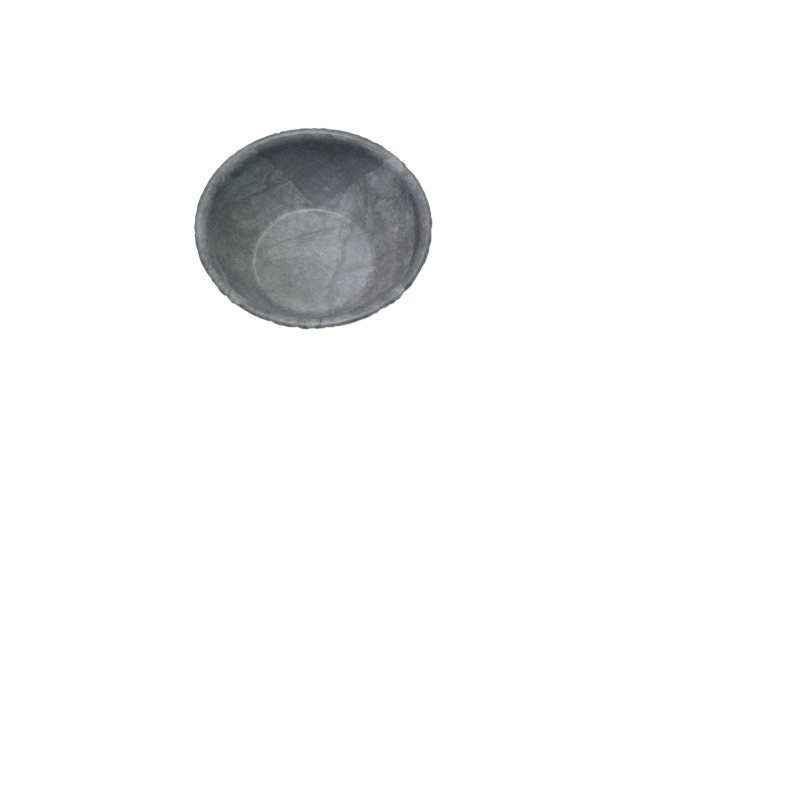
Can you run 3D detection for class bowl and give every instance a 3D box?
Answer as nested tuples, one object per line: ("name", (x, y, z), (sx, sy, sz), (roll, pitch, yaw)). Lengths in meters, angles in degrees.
("bowl", (-0.061, -0.110, 0.773), (0.162, 0.172, 0.052), (-1, -29, -1))
